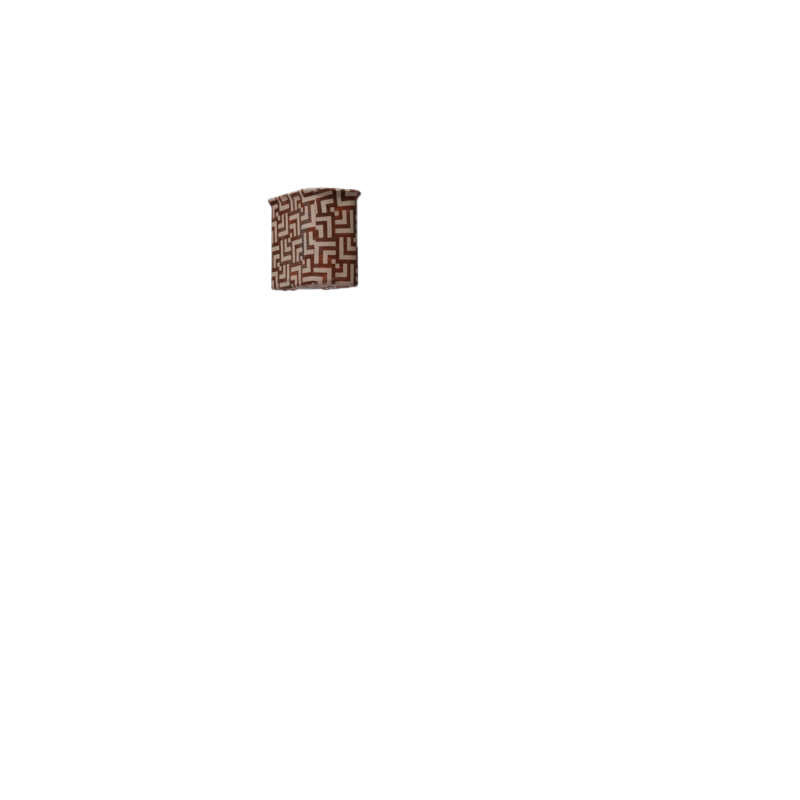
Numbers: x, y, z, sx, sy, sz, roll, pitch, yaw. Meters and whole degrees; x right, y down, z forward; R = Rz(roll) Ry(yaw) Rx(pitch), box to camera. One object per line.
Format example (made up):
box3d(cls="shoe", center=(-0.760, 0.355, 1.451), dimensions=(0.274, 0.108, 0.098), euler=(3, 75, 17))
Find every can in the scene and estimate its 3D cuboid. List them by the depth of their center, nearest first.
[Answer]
box3d(cls="can", center=(-0.077, -0.141, 0.988), dimensions=(0.055, 0.085, 0.105), euler=(2, -2, -30))
